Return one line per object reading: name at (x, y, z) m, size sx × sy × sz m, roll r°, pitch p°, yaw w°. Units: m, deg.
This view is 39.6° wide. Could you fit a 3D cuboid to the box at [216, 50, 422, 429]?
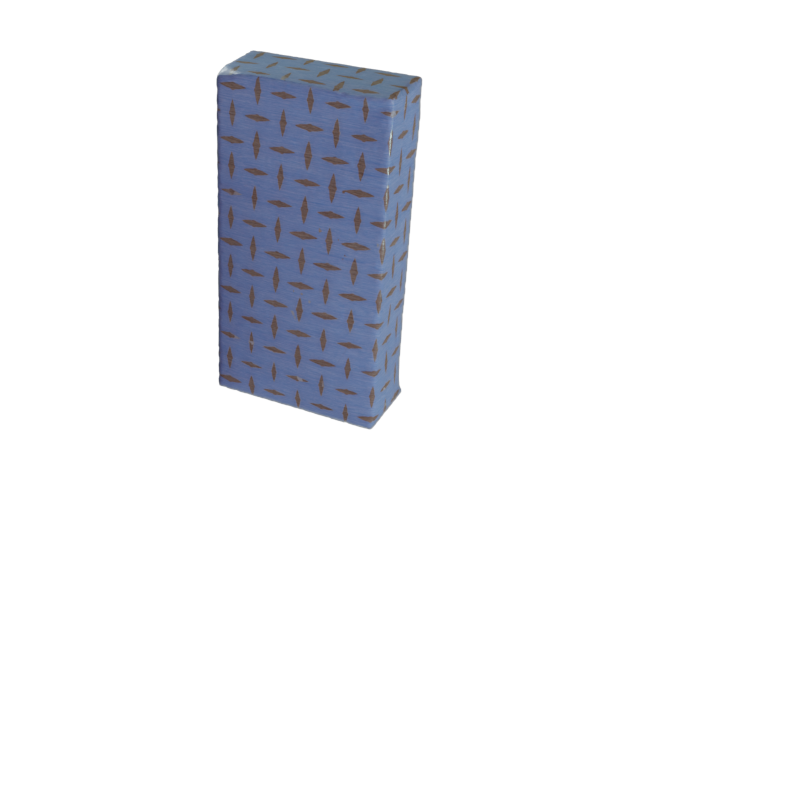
box at (-0.044, -0.079, 0.553) m, size 0.097 × 0.166 × 0.049 m, roll 14°, pitch 31°, yaw 20°
